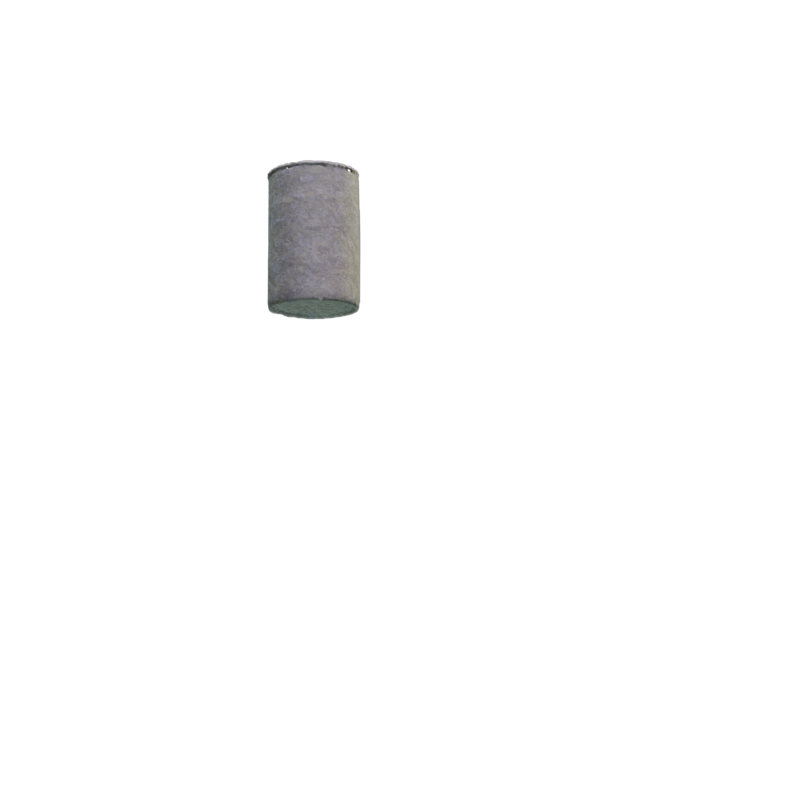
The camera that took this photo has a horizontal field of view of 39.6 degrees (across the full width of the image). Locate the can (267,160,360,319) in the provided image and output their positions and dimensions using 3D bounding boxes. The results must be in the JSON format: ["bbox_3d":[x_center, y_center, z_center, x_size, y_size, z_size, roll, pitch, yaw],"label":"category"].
[{"bbox_3d":[-0.063,-0.115,0.804,0.068,0.106,0.066,0,-13,-2],"label":"can"}]
